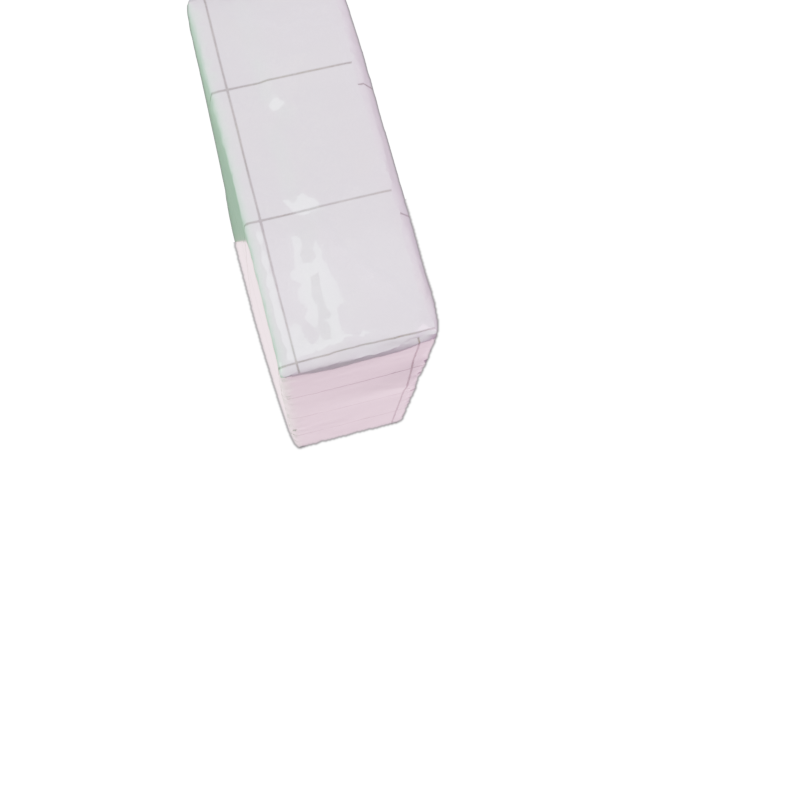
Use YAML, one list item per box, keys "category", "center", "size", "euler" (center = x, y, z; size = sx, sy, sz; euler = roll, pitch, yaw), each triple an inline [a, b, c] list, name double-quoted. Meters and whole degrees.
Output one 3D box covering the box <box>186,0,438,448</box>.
- category: "box"
  center: [-0.042, -0.076, 0.532]
  size: [0.071, 0.171, 0.207]
  euler: [-14, -12, -7]
